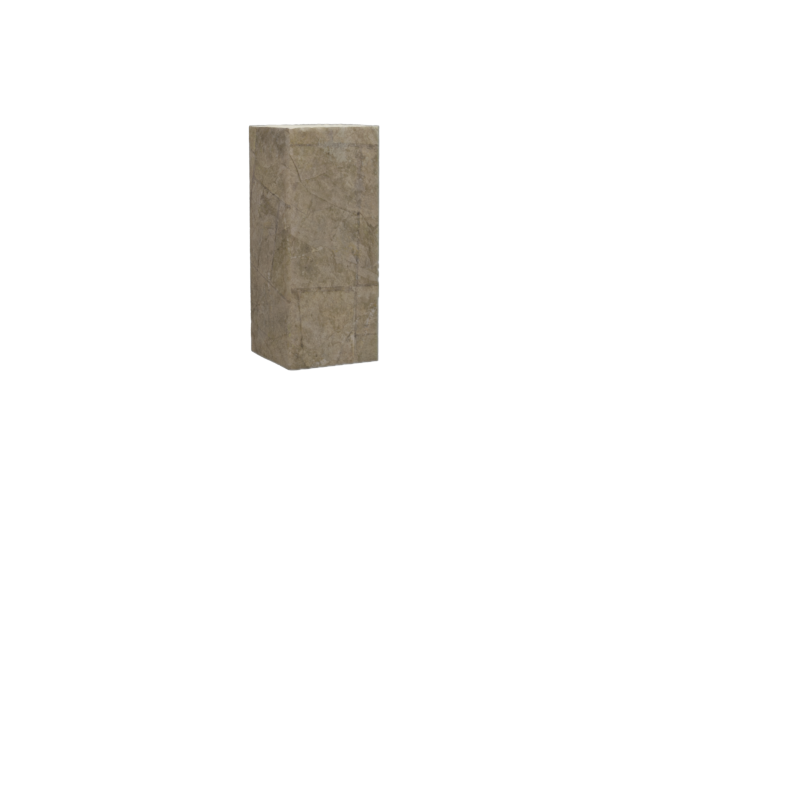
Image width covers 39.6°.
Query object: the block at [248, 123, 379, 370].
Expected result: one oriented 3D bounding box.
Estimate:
[{"bbox_3d":[-0.077,-0.140,0.981,0.088,0.202,0.094,-4,10,-28],"label":"block"}]
